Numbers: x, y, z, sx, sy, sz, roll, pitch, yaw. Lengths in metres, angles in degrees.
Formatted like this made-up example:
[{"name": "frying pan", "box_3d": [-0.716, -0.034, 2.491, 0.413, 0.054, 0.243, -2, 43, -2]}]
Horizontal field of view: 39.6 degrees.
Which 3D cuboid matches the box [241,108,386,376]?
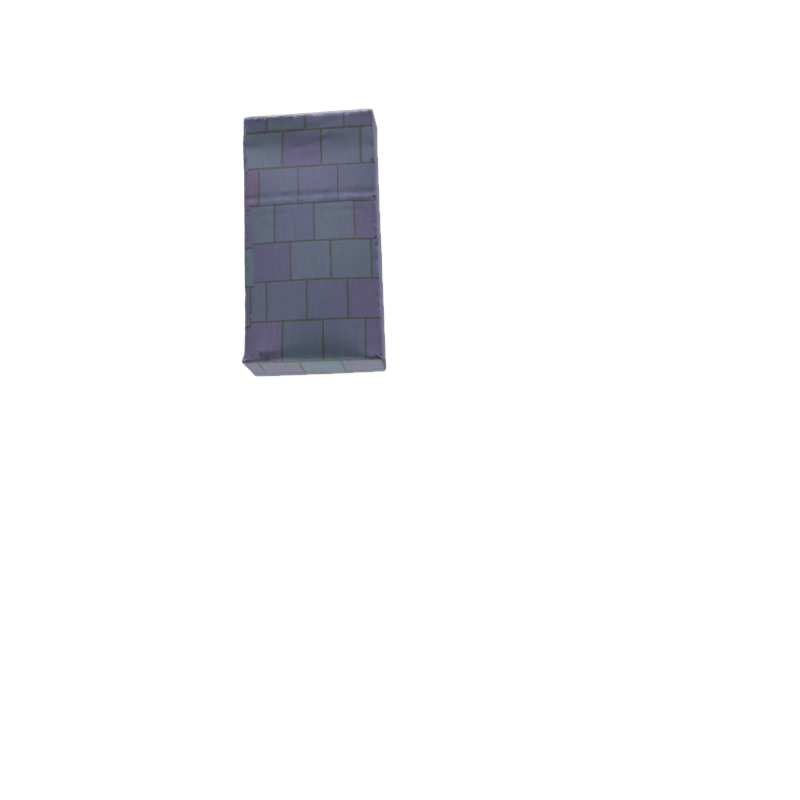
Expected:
[{"name": "box", "box_3d": [-0.059, -0.108, 0.754, 0.094, 0.184, 0.046, -3, -18, 6]}]
